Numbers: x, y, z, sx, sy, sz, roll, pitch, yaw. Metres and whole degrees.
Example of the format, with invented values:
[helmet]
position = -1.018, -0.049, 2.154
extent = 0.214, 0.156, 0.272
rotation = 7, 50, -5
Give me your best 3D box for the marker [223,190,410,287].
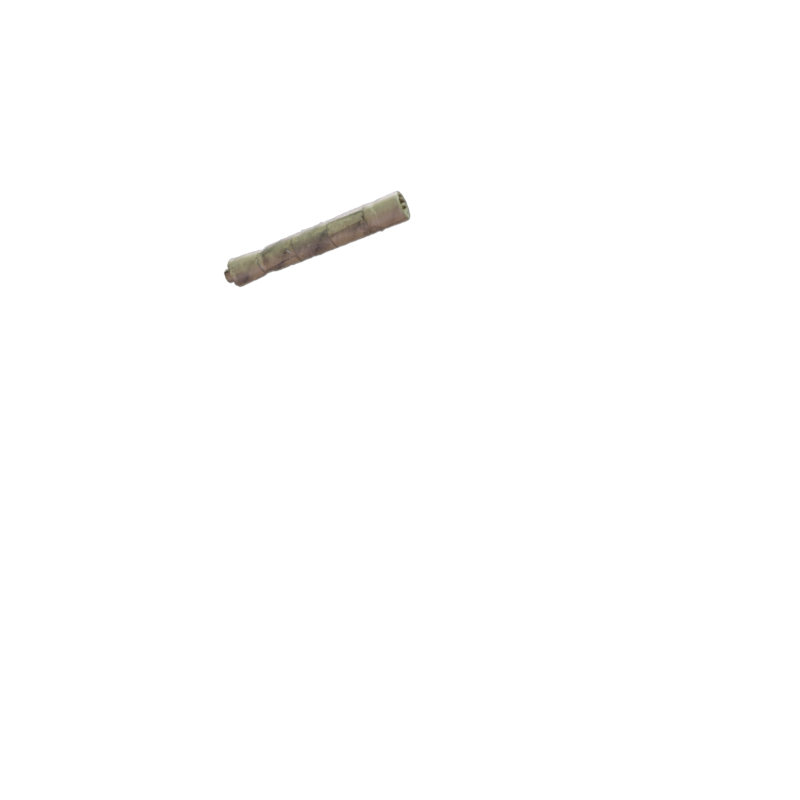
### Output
[marker]
position = -0.052, -0.095, 0.668
extent = 0.122, 0.020, 0.019
rotation = -19, -2, 18
